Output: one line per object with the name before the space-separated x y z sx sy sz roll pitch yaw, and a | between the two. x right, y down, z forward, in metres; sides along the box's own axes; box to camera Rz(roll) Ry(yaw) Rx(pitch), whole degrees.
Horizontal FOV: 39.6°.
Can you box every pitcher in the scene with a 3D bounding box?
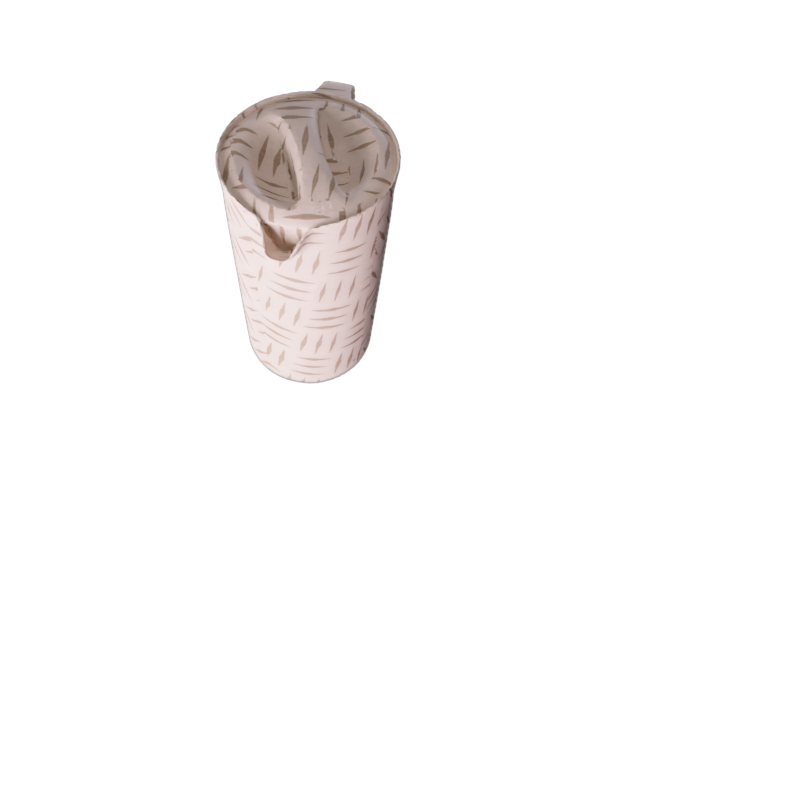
pitcher | -0.070 -0.127 0.892 0.149 0.155 0.227 -27 -28 -19
